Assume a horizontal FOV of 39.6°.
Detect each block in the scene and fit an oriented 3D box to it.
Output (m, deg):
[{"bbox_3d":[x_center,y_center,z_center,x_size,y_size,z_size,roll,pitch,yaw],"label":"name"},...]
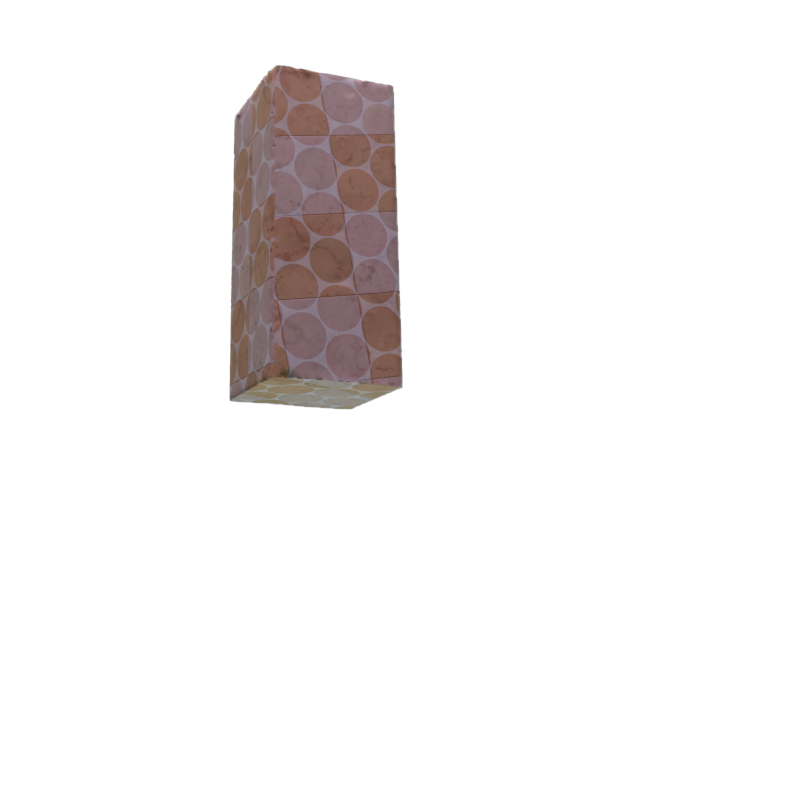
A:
[{"bbox_3d":[-0.059,-0.106,0.740,0.087,0.215,0.090,6,-18,-23],"label":"block"}]
